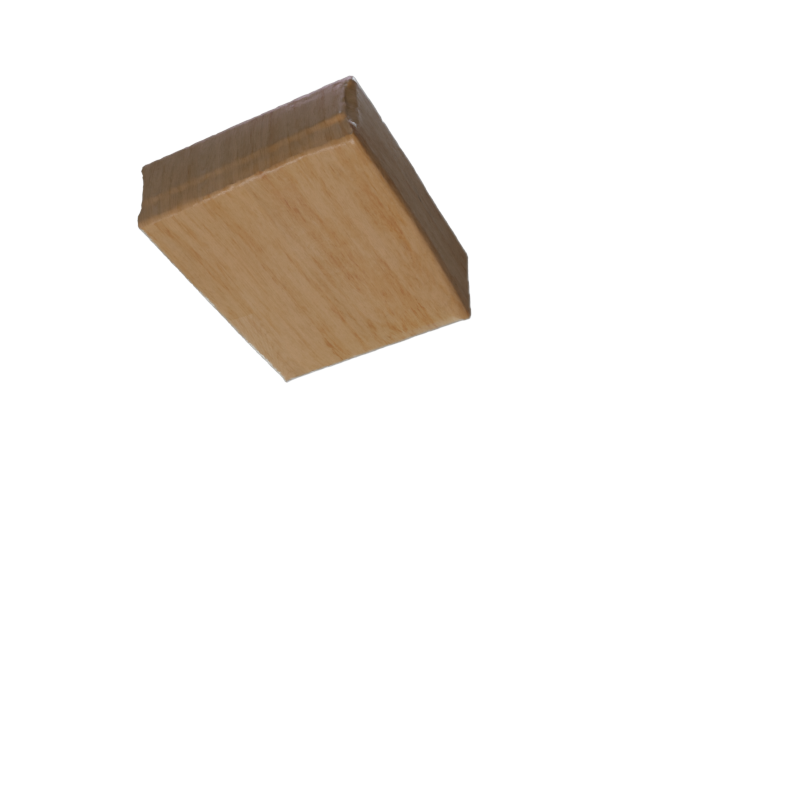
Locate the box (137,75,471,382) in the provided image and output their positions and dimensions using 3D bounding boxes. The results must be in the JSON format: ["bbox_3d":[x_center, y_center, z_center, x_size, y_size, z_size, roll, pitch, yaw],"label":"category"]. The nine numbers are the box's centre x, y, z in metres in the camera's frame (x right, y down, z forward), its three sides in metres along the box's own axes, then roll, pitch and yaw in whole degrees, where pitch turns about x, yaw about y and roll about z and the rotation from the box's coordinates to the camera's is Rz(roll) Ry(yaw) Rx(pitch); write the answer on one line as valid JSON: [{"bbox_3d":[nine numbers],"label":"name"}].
[{"bbox_3d":[-0.033,-0.061,0.428,0.090,0.042,0.105,-18,-44,19],"label":"box"}]
